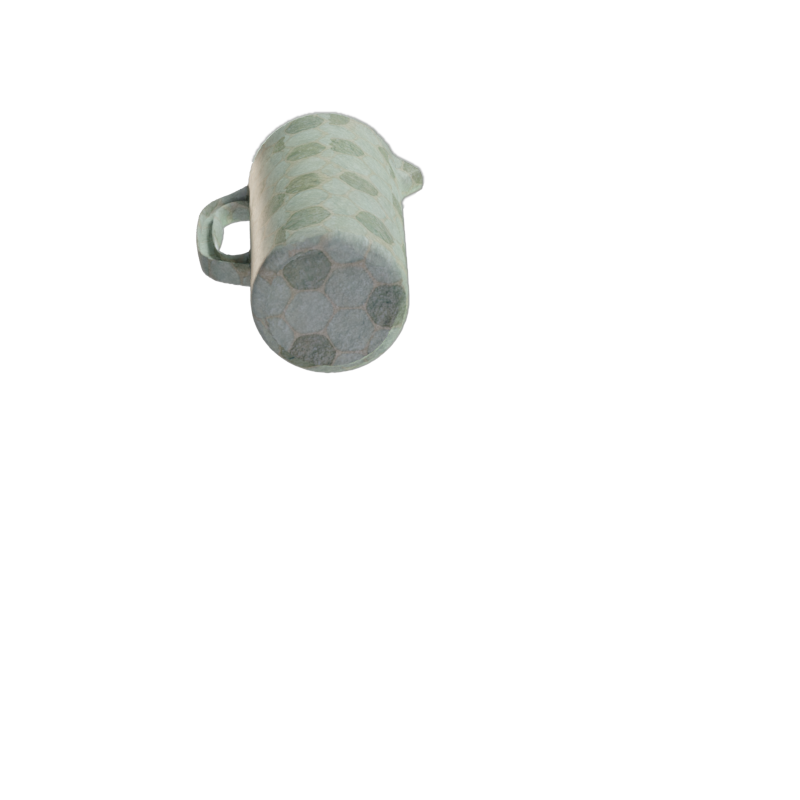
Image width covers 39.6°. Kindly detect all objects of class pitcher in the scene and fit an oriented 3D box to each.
[{"bbox_3d":[-0.067,-0.121,0.850,0.140,0.146,0.257,33,21,-19],"label":"pitcher"}]
